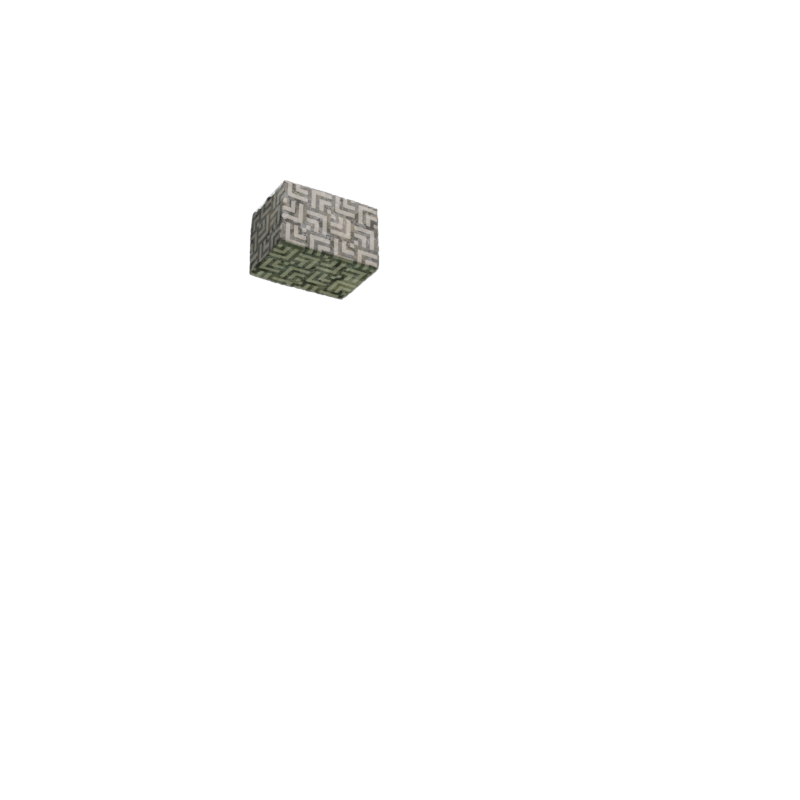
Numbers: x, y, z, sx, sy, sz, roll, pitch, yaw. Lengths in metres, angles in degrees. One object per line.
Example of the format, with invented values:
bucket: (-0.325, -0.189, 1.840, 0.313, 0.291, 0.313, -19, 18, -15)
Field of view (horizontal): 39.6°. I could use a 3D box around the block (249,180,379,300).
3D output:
block: (-0.061, -0.111, 0.778, 0.075, 0.054, 0.052, 14, -32, -27)
